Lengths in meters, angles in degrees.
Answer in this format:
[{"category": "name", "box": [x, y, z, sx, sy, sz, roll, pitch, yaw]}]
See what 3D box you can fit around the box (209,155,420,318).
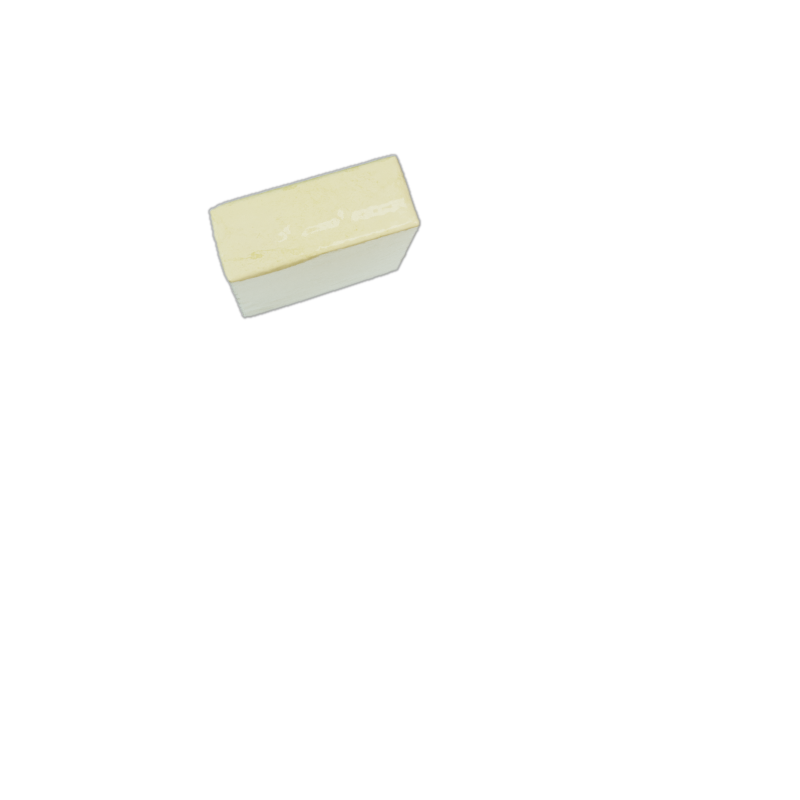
[{"category": "box", "box": [-0.078, -0.142, 0.993, 0.164, 0.073, 0.210, -18, -3, -5]}]
